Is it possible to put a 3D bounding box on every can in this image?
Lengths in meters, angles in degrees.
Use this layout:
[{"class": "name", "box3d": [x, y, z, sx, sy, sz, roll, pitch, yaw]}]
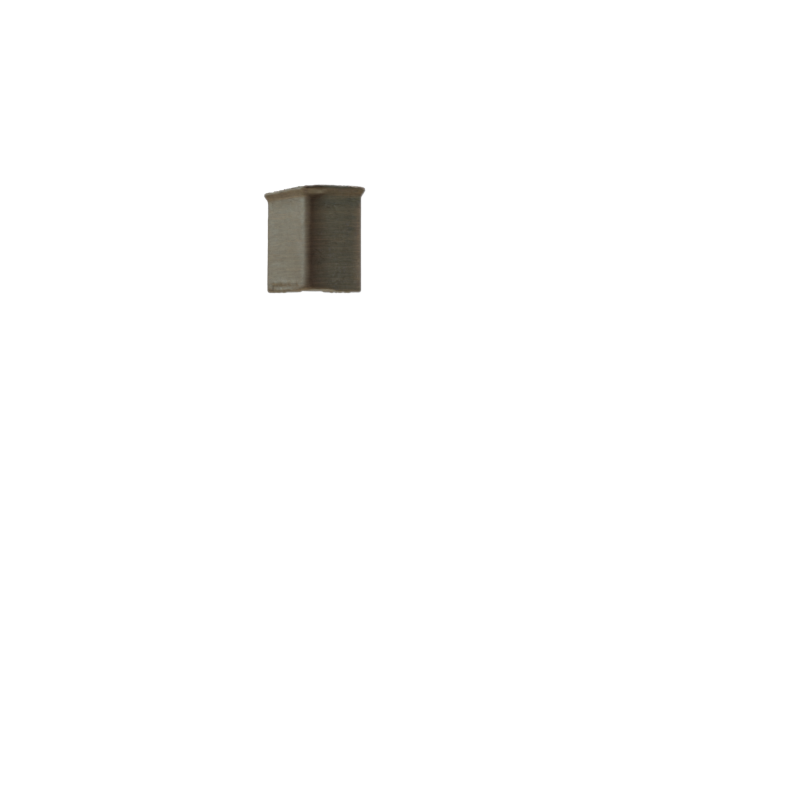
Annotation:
[{"class": "can", "box3d": [-0.071, -0.129, 0.906, 0.056, 0.084, 0.105, 0, 2, -29]}]
